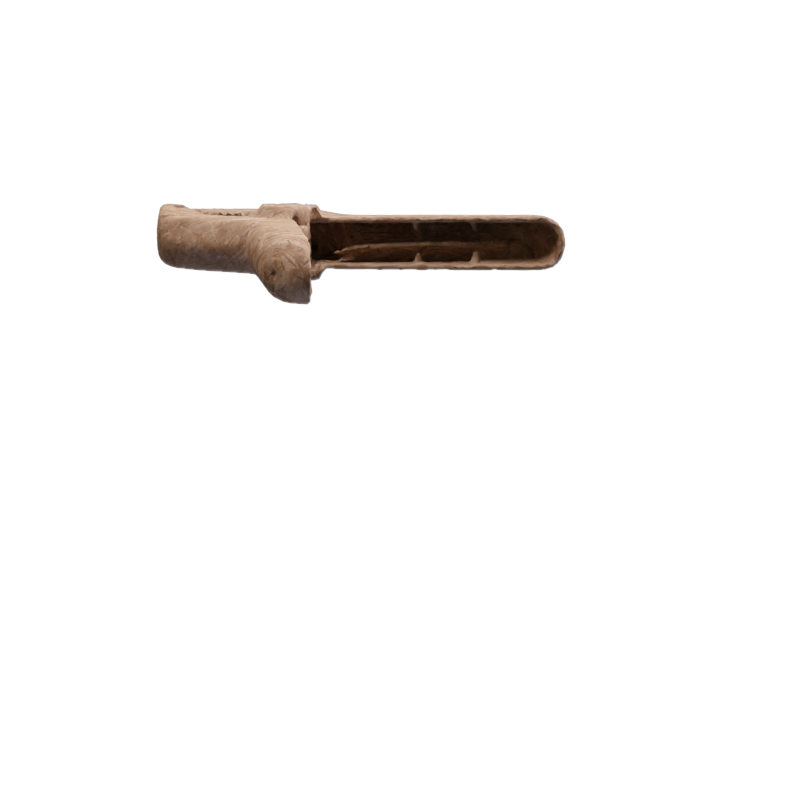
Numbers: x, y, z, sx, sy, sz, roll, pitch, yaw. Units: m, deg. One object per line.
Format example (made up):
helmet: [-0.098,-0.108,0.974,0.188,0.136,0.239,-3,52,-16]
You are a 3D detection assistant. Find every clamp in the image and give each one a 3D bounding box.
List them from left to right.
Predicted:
clamp: [-0.041,-0.075,0.526,0.160,0.036,0.221,-9,15,-36]
